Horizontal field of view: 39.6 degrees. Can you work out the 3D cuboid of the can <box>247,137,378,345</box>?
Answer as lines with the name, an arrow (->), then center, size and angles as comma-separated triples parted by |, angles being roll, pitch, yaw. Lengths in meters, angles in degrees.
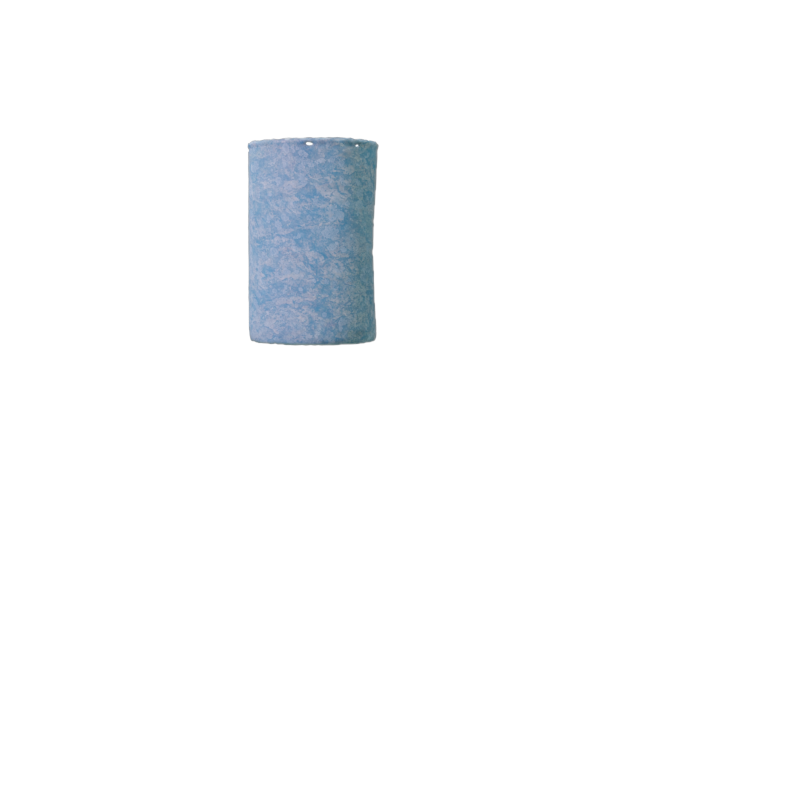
can -> -0.045, -0.082, 0.573 | 0.068, 0.102, 0.069 | 0, 2, -2
